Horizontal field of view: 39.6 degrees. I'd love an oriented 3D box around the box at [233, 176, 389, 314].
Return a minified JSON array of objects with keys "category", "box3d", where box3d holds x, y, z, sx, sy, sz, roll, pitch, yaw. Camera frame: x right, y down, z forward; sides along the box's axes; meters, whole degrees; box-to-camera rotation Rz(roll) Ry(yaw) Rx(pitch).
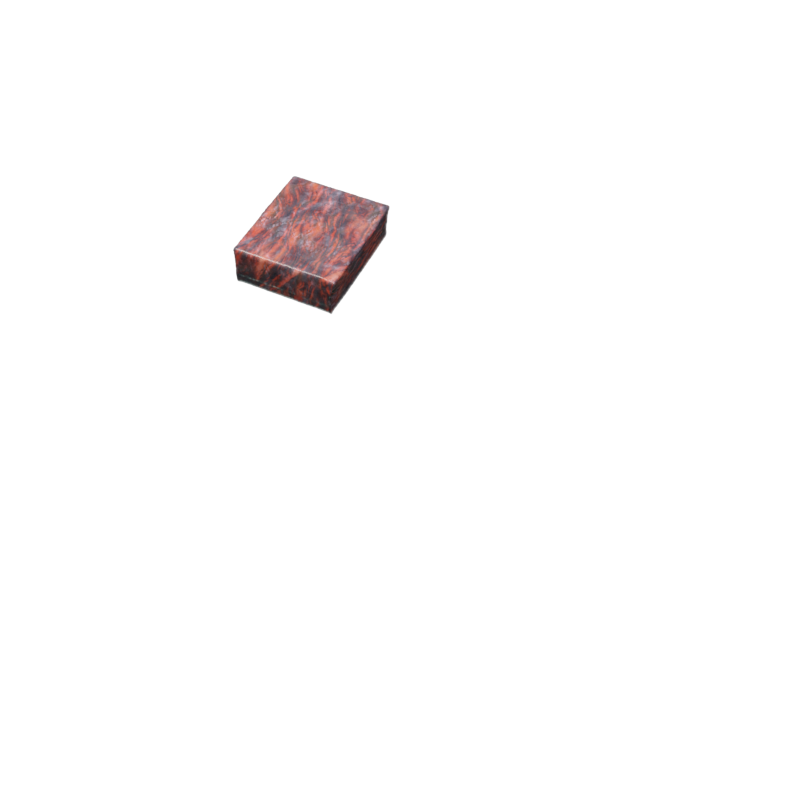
[{"category":"box","box3d":[-0.071,-0.130,0.908,0.093,0.036,0.118,17,48,16]}]
